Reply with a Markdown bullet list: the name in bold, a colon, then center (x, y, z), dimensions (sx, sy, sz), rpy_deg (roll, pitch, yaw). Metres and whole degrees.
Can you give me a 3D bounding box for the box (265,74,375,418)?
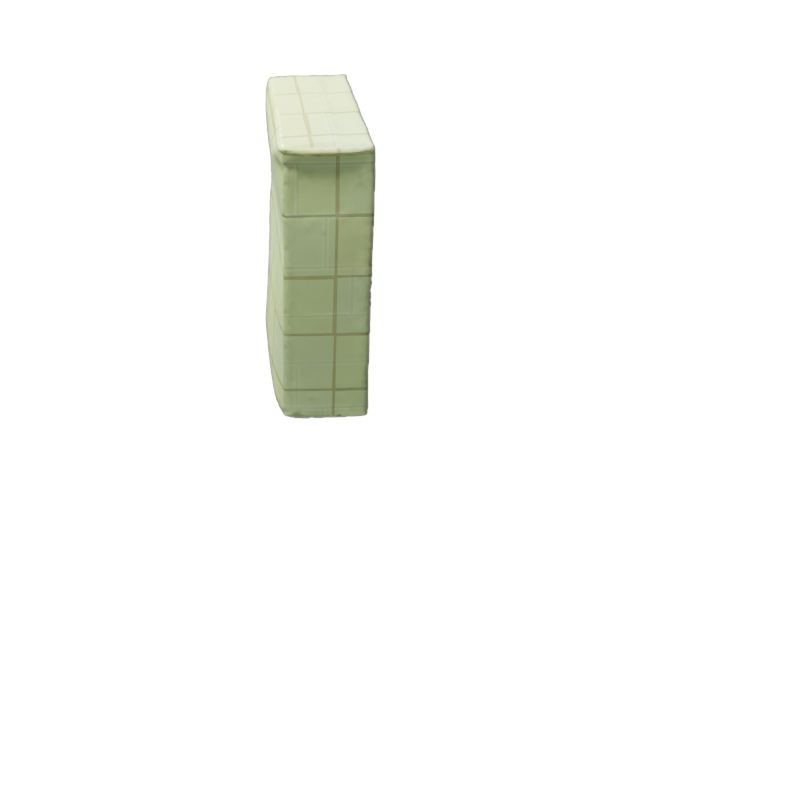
- **box**: center (-0.065, -0.119, 0.835), dimensions (0.071, 0.202, 0.175), rpy_deg (-2, 29, -9)
